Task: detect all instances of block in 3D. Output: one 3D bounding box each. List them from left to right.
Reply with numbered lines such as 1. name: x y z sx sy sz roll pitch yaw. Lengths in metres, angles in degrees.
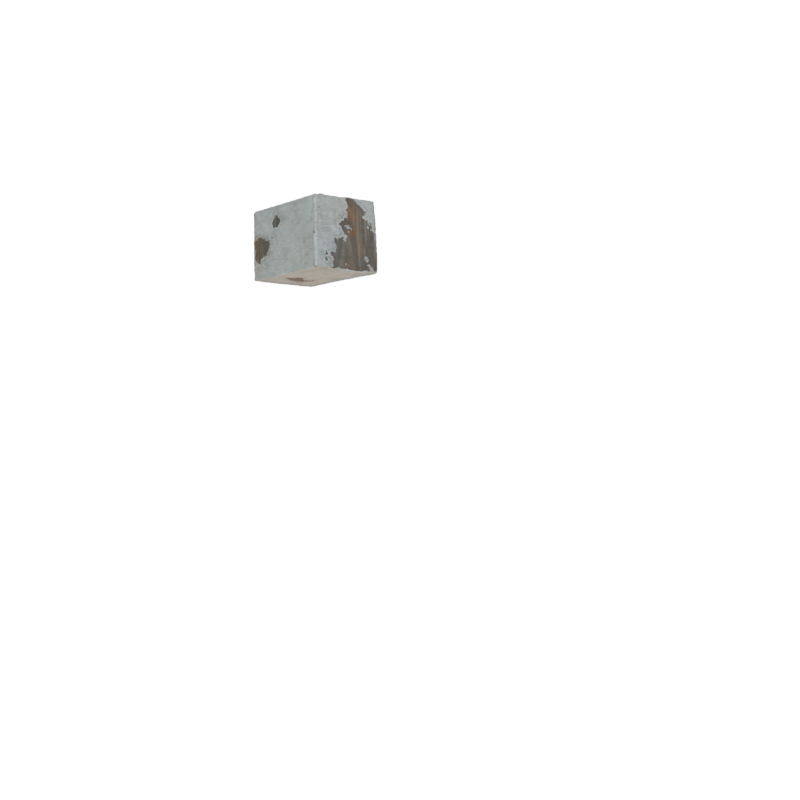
1. block: -0.060 -0.110 0.770 0.050 0.052 0.080 5 -7 -39
